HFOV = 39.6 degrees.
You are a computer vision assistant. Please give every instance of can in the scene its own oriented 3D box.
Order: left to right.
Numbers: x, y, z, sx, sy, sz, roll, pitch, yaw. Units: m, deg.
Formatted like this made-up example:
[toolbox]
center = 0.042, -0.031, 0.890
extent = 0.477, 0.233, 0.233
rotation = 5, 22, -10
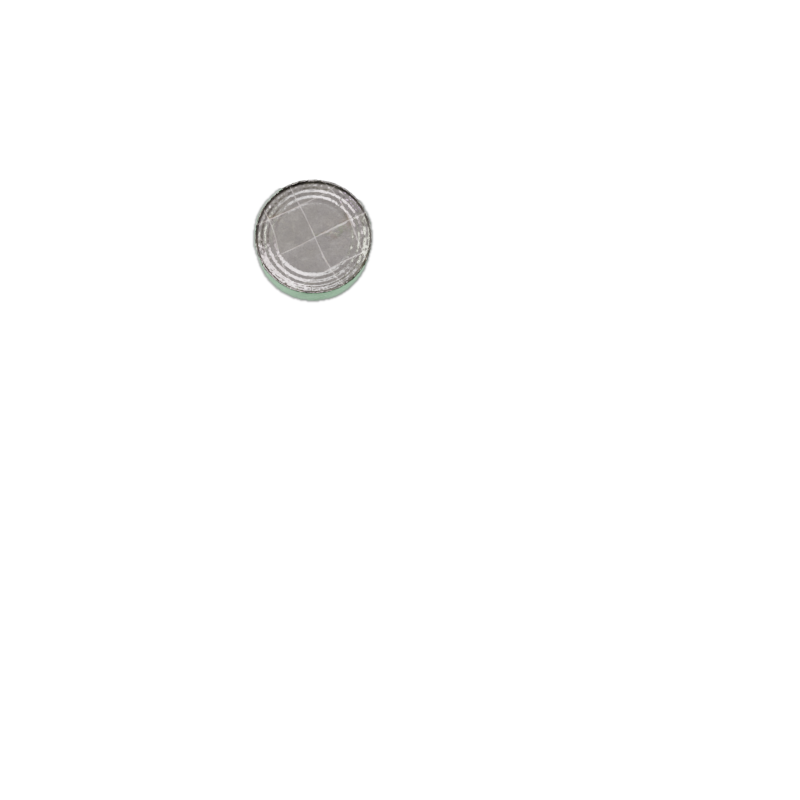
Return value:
[can]
center = -0.064, -0.117, 0.816
extent = 0.086, 0.089, 0.032
rotation = 0, -14, -1
